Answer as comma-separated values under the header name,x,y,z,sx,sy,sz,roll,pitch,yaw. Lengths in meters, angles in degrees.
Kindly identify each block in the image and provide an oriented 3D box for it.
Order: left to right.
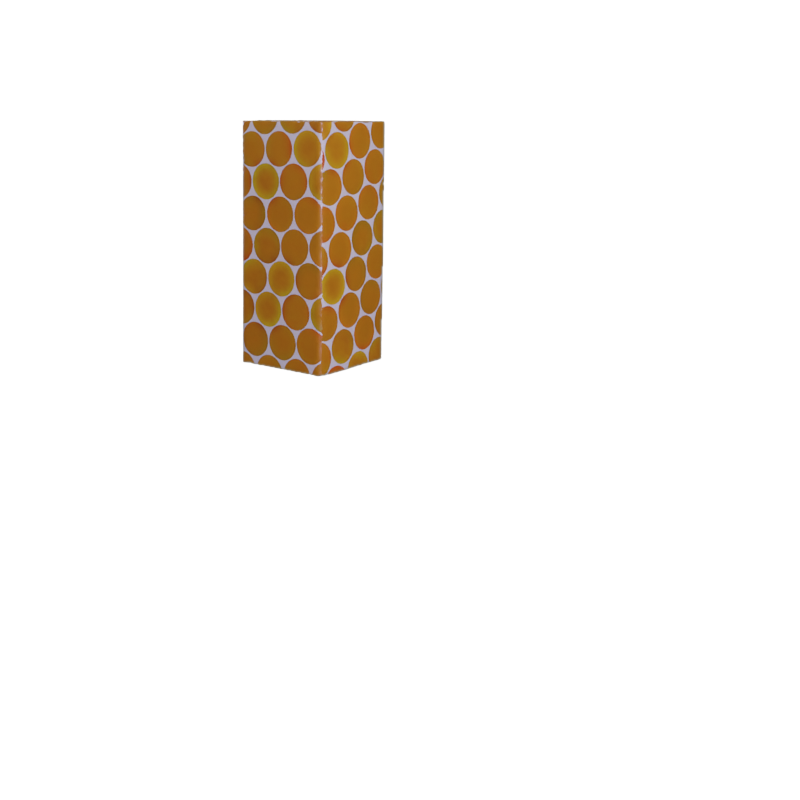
name,x,y,z,sx,sy,sz,roll,pitch,yaw
block,-0.073,-0.135,0.946,0.095,0.203,0.088,6,10,37
